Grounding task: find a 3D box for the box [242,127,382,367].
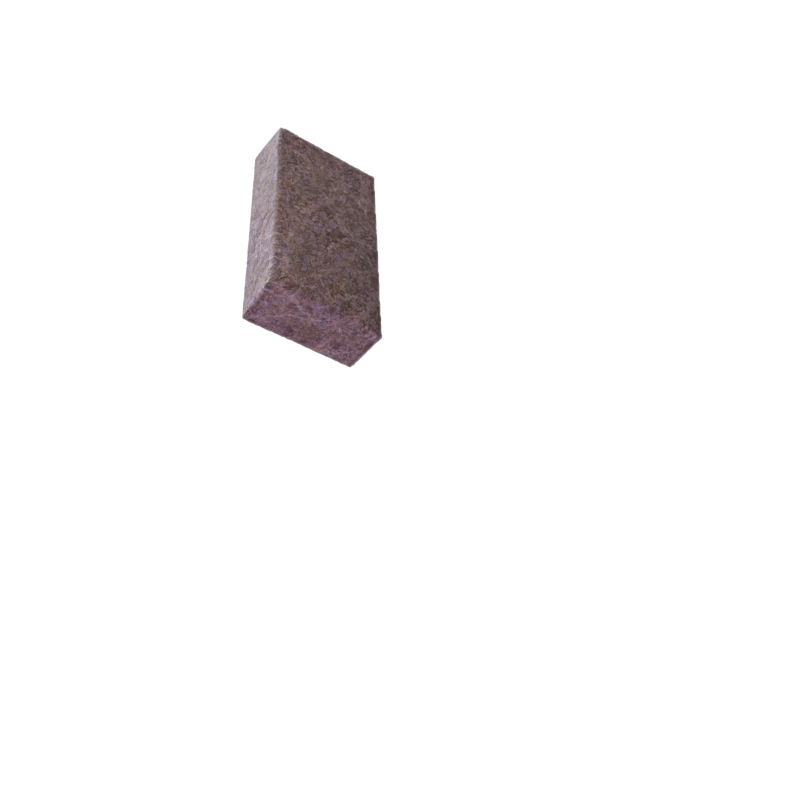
[{"bbox_3d":[-0.064,-0.116,0.815,0.089,0.189,0.047,24,-52,-25],"label":"box"}]
